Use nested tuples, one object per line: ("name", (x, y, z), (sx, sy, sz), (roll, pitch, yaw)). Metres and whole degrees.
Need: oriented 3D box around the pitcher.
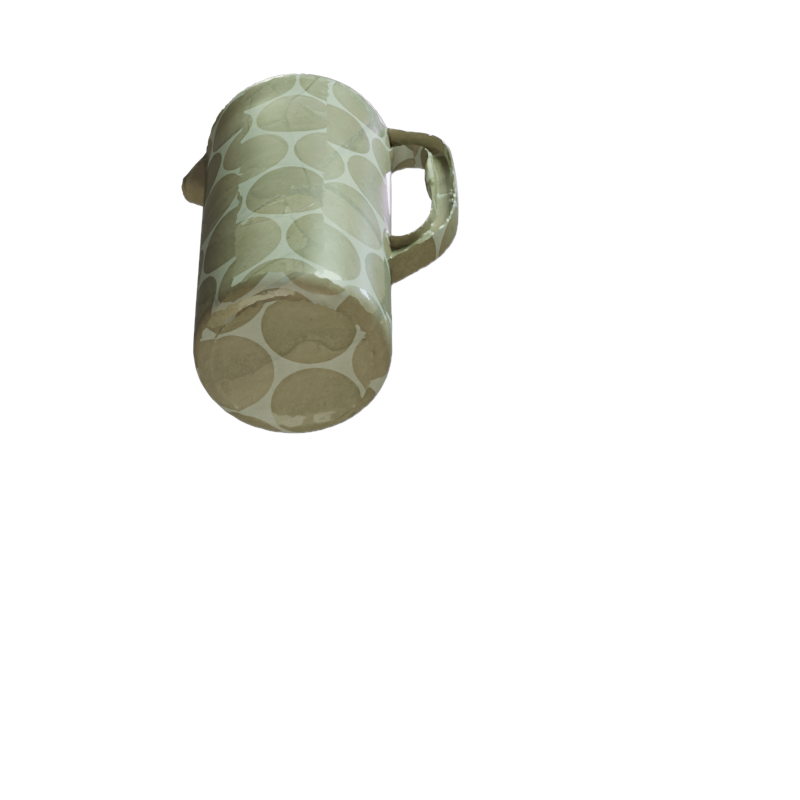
("pitcher", (-0.054, -0.099, 0.690), (0.138, 0.146, 0.260), (30, 30, -23))
